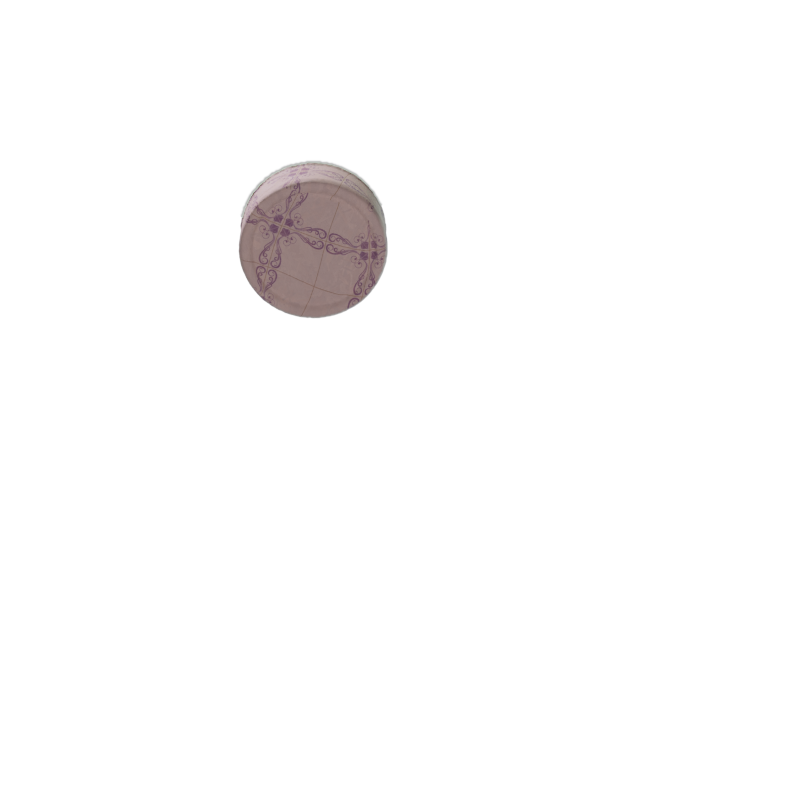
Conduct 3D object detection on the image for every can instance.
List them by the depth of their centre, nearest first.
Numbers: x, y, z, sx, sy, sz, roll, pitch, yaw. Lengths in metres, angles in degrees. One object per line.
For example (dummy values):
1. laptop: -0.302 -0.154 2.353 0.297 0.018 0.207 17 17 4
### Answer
1. can: -0.050 -0.091 0.638 0.086 0.082 0.035 1 23 -1
